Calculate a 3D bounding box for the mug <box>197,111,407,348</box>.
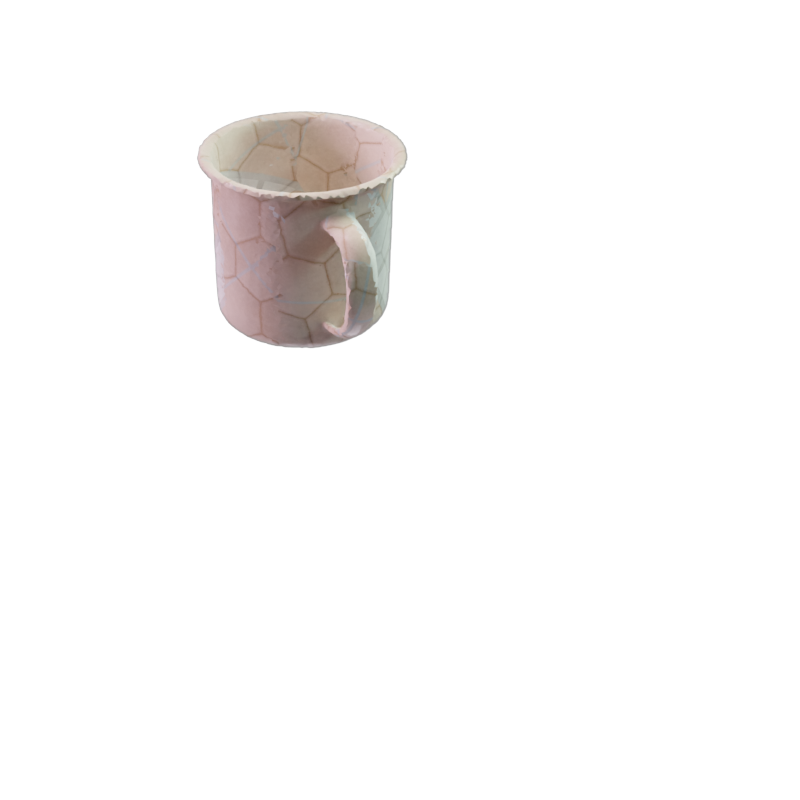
[{"bbox_3d":[-0.039,-0.071,0.500,0.092,0.077,0.126,-14,36,-22],"label":"mug"}]
